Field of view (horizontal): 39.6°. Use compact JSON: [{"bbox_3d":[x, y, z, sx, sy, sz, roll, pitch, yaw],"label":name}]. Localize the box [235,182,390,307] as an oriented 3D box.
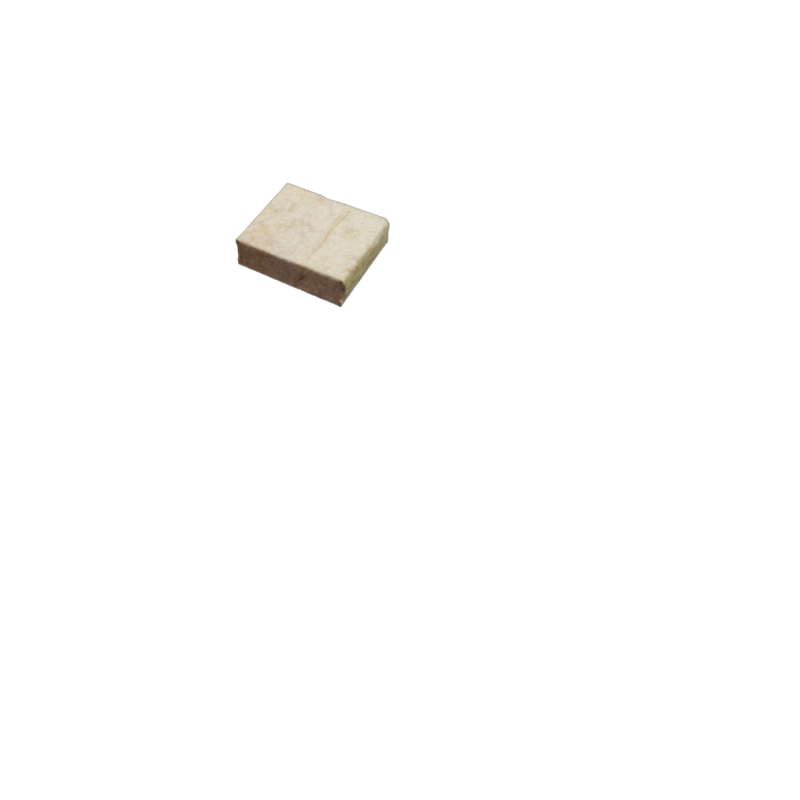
[{"bbox_3d":[-0.063,-0.115,0.807,0.093,0.028,0.075,22,51,19],"label":"box"}]
